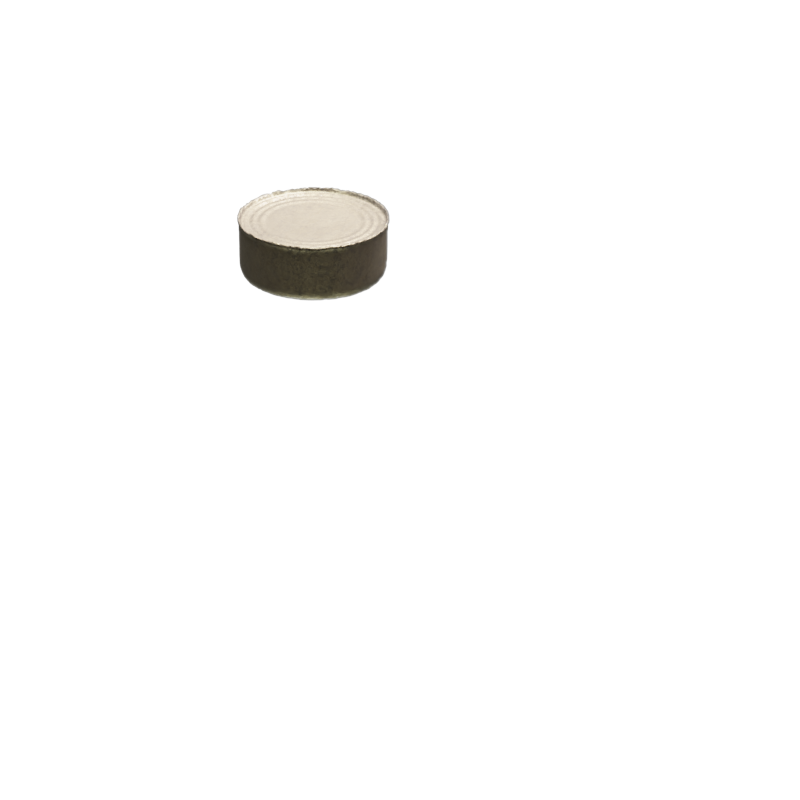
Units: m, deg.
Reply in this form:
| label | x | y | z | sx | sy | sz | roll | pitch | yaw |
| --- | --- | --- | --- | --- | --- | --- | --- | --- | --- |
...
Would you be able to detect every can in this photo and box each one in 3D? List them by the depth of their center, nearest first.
| label | x | y | z | sx | sy | sz | roll | pitch | yaw |
| --- | --- | --- | --- | --- | --- | --- | --- | --- | --- |
| can | -0.049 | -0.090 | 0.630 | 0.086 | 0.032 | 0.091 | -1 | 31 | -2 |
